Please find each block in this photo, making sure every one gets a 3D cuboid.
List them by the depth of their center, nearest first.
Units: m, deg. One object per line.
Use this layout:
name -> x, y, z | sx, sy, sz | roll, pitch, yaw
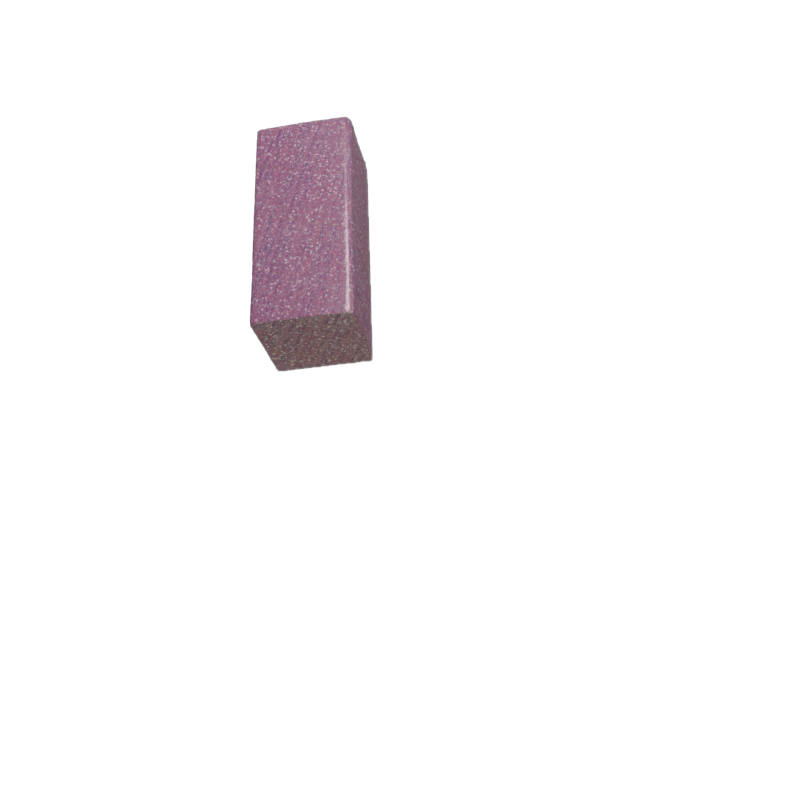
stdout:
block -> -0.077, -0.142, 0.996 | 0.091, 0.220, 0.084 | -8, -31, 9
